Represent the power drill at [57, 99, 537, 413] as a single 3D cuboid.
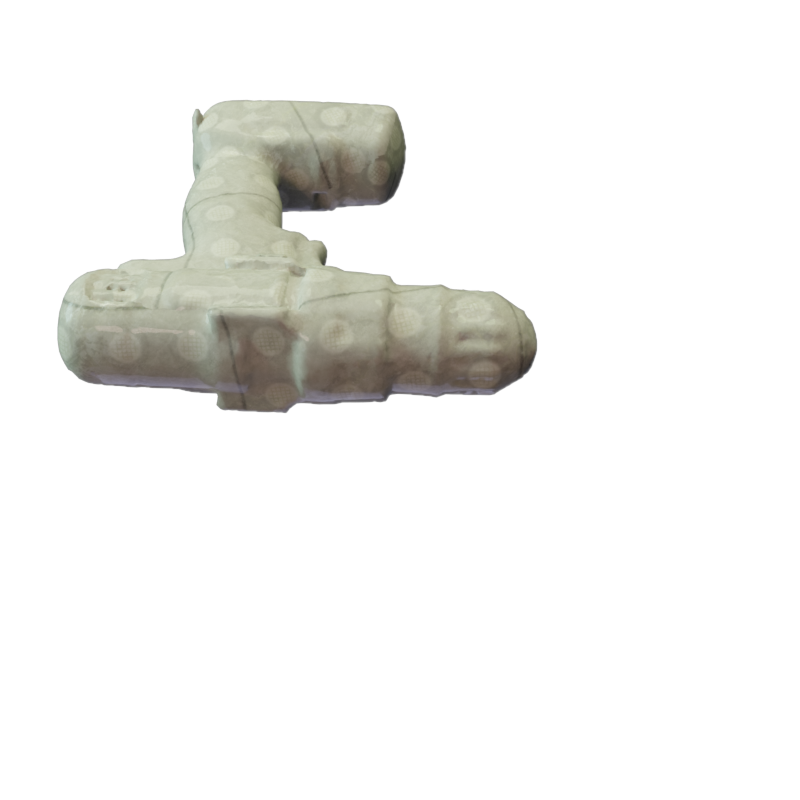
[{"bbox_3d":[-0.038,-0.069,0.486,0.186,0.054,0.199,3,36,3],"label":"power drill"}]
